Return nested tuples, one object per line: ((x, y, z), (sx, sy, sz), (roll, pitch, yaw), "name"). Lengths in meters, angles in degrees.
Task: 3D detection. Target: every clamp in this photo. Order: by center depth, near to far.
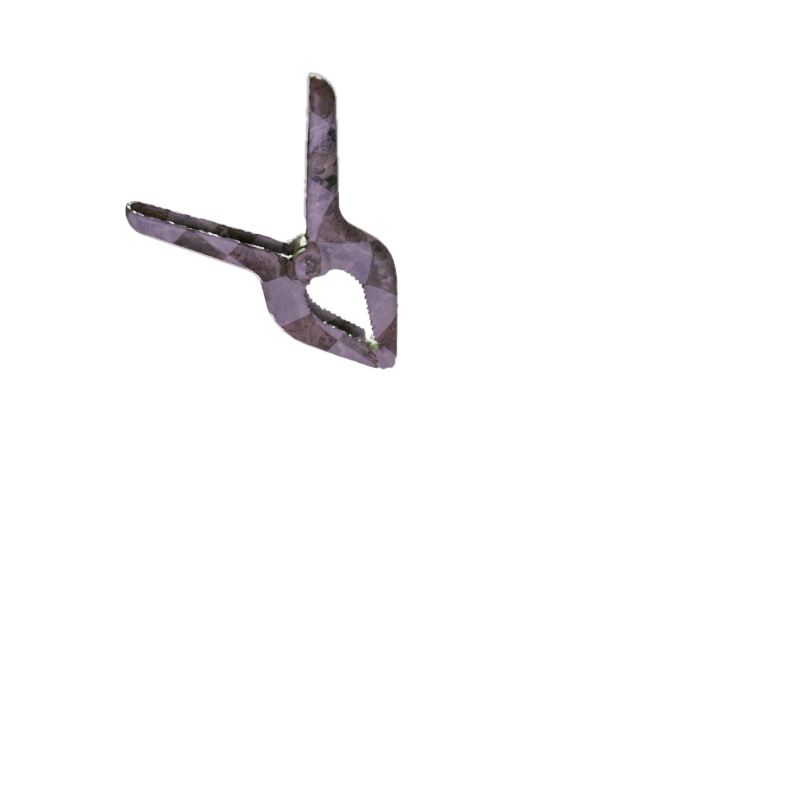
((-0.059, -0.108, 0.757), (0.163, 0.200, 0.038), (-39, 20, 17), "clamp")
